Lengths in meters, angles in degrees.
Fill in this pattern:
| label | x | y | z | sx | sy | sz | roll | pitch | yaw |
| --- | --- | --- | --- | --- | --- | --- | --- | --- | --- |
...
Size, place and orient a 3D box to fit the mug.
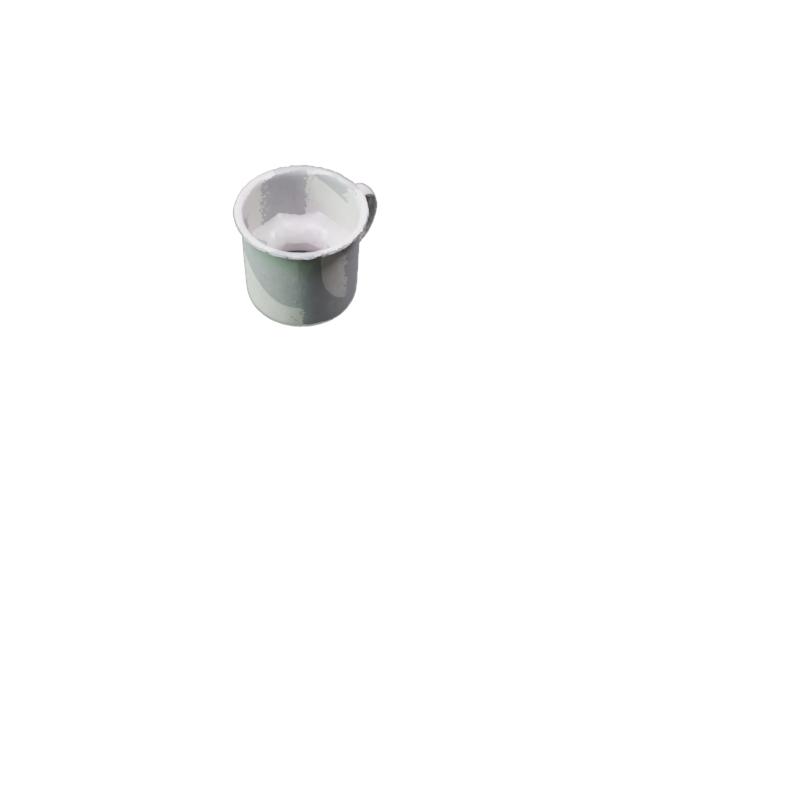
| label | x | y | z | sx | sy | sz | roll | pitch | yaw |
| --- | --- | --- | --- | --- | --- | --- | --- | --- | --- |
| mug | -0.062 | -0.113 | 0.795 | 0.099 | 0.076 | 0.118 | 36 | 57 | 26 |
